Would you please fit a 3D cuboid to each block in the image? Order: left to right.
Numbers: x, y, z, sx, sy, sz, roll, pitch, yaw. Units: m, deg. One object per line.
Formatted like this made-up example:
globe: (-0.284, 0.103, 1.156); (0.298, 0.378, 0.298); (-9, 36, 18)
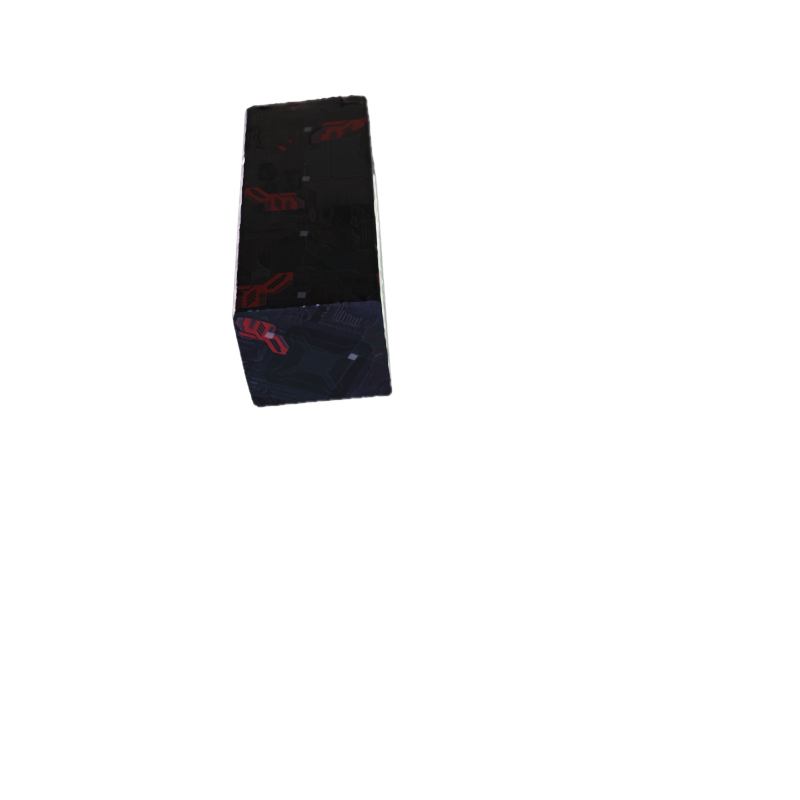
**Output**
block: (-0.059, -0.107, 0.747); (0.091, 0.221, 0.083); (-6, -43, 2)
